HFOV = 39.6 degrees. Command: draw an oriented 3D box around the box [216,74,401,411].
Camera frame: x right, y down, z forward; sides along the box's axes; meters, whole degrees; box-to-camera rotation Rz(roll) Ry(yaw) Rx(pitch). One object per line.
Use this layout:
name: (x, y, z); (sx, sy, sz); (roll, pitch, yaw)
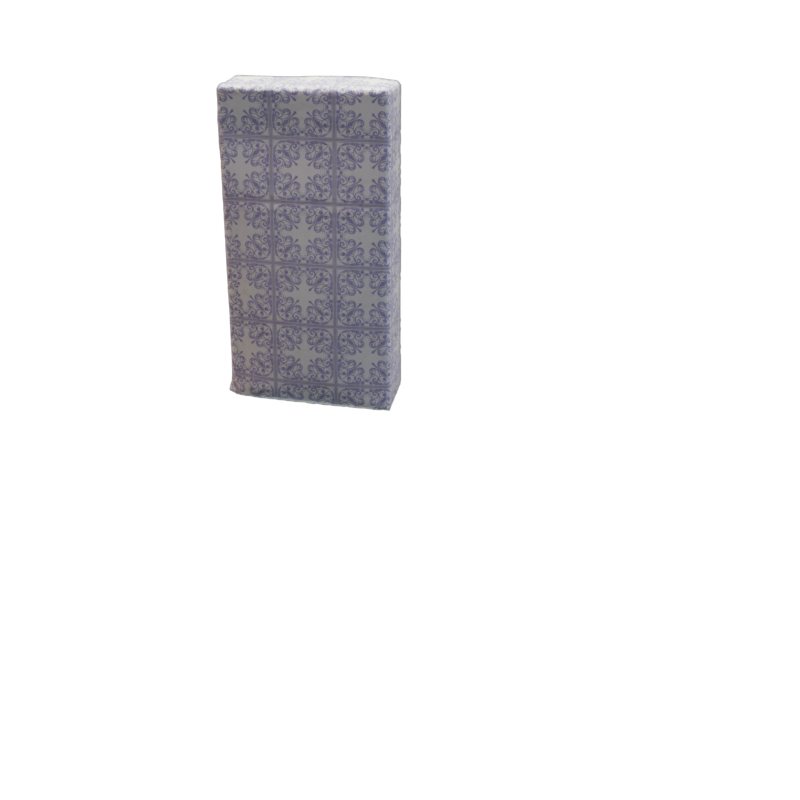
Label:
box: (-0.047, -0.086, 0.599); (0.095, 0.170, 0.049); (5, 17, 12)
